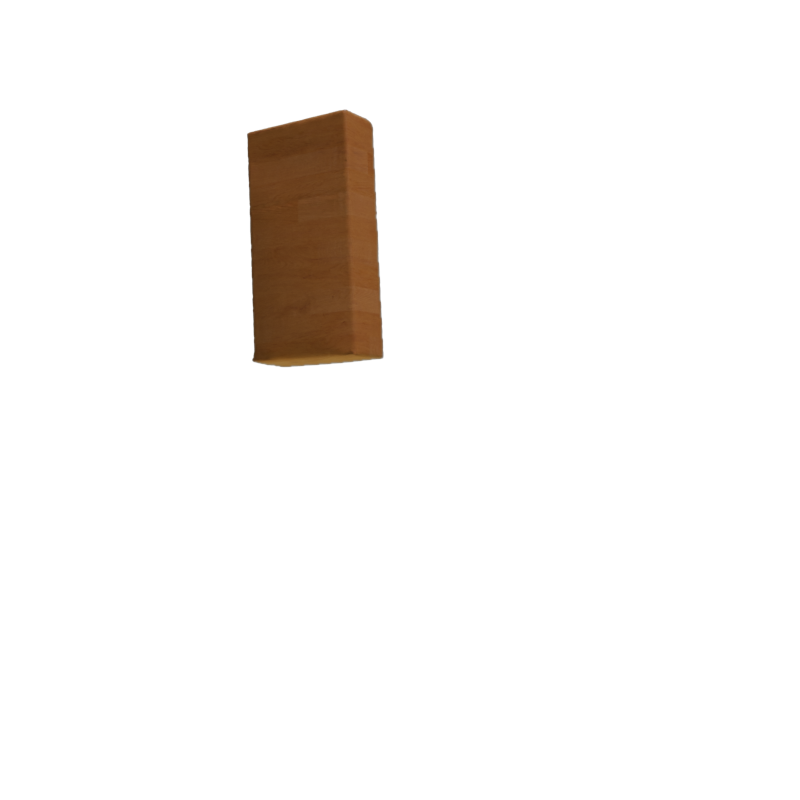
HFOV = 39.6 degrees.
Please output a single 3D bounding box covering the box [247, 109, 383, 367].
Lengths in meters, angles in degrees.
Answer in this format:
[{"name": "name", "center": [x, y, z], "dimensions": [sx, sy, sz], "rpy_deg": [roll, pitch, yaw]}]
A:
[{"name": "box", "center": [-0.063, -0.115, 0.809], "dimensions": [0.096, 0.181, 0.045], "rpy_deg": [-7, -13, 33]}]
